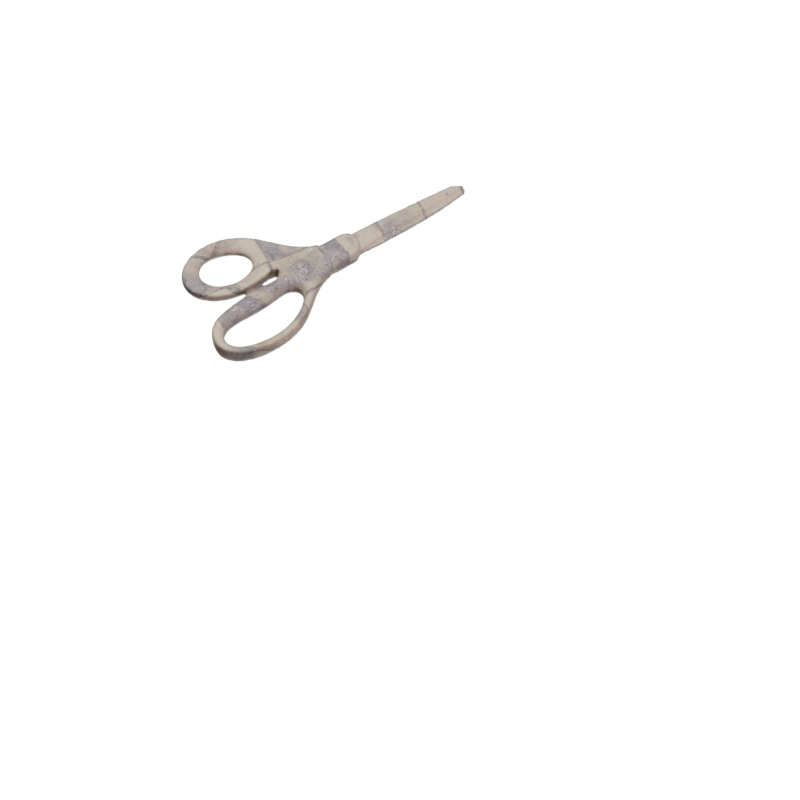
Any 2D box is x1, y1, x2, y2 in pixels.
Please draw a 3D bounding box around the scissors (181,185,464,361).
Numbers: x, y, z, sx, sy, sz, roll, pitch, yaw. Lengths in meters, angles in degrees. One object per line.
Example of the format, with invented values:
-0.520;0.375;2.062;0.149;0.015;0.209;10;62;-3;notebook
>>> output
-0.056;-0.102;0.712;0.101;0.205;0.015;32;-31;22;scissors
